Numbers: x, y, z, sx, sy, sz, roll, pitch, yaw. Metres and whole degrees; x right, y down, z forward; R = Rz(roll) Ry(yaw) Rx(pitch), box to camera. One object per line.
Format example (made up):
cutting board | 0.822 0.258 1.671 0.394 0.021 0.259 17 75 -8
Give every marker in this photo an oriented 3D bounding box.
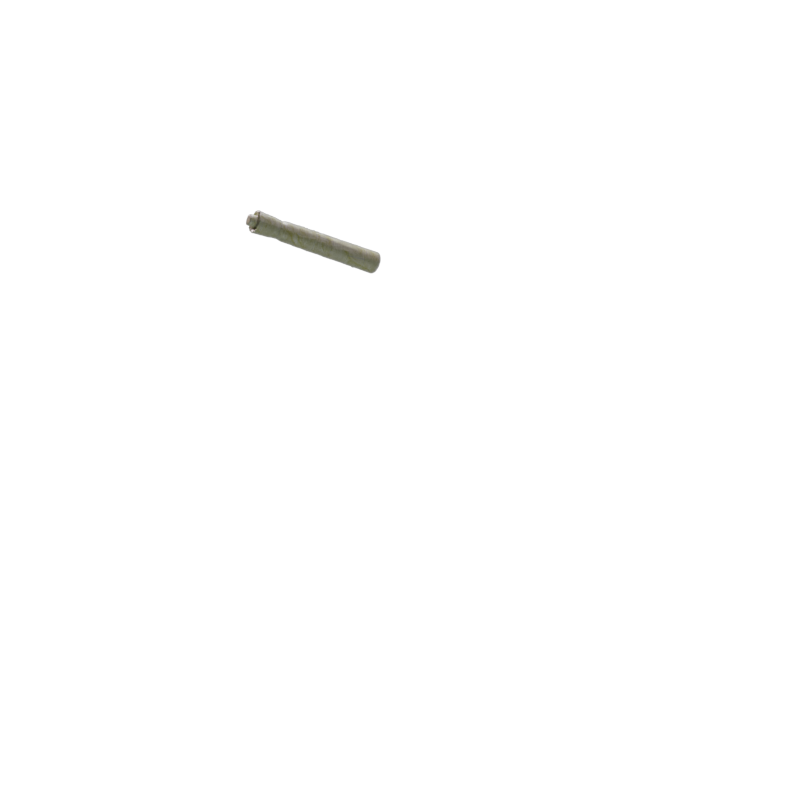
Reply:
marker | -0.071 -0.129 0.904 0.115 0.020 0.020 16 -4 -27
